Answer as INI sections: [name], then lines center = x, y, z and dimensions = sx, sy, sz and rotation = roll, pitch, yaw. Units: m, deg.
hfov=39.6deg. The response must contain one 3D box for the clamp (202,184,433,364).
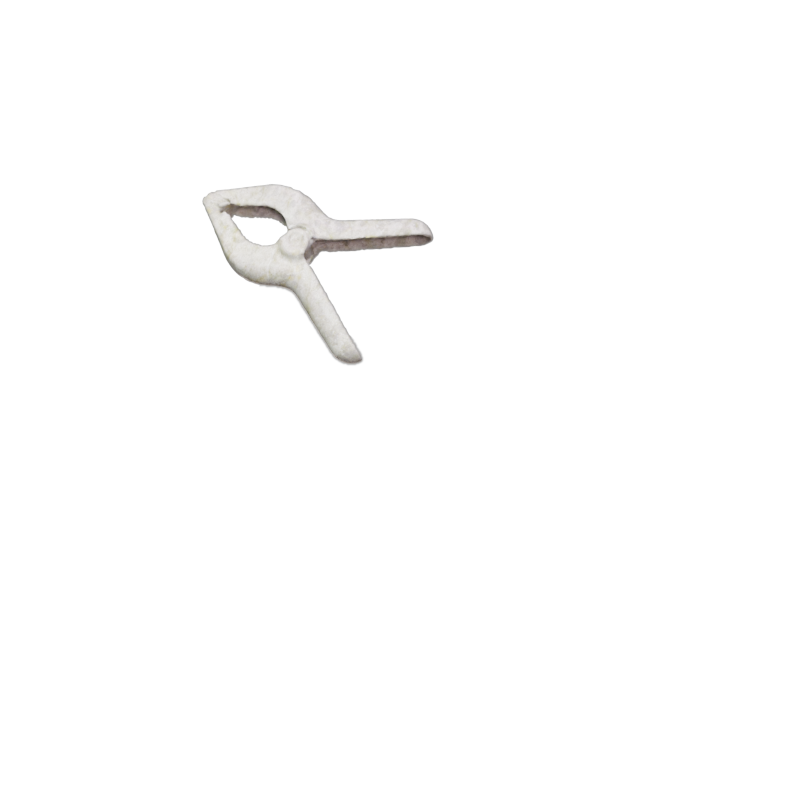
[clamp]
center = -0.065, -0.118, 0.825
dimensions = 0.178, 0.122, 0.037
rotation = 36, -20, 15
